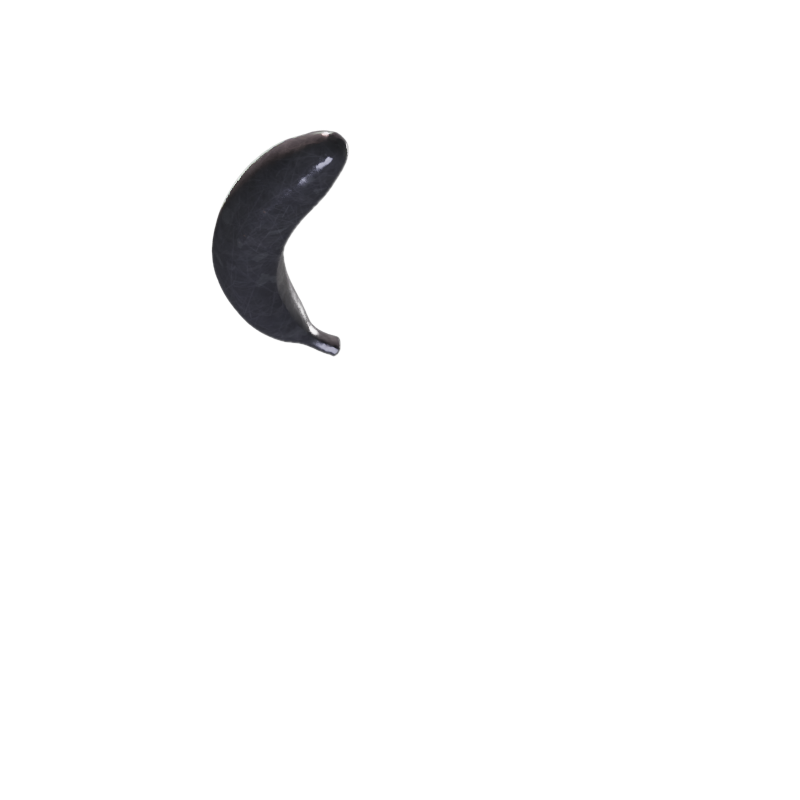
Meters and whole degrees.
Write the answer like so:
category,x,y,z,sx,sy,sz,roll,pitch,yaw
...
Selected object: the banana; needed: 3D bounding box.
category,x,y,z,sx,sy,sz,roll,pitch,yaw
banana,-0.063,-0.079,0.571,0.069,0.039,0.187,1,-25,-3
